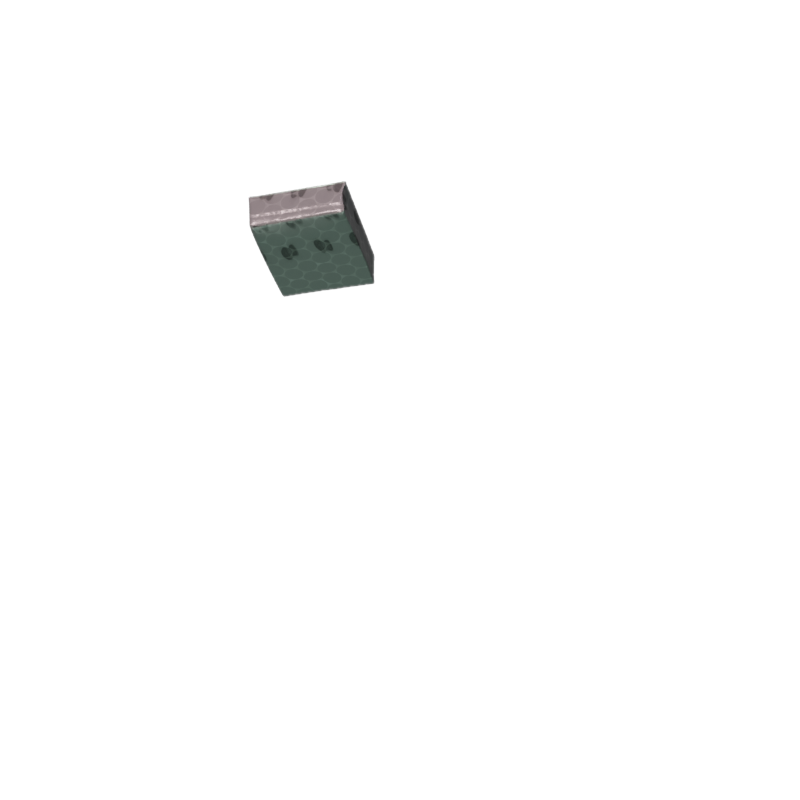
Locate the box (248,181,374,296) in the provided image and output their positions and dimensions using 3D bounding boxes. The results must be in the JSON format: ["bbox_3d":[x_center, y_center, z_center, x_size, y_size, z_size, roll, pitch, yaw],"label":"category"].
[{"bbox_3d":[-0.078,-0.142,0.996,0.091,0.042,0.105,-8,-32,11],"label":"box"}]
